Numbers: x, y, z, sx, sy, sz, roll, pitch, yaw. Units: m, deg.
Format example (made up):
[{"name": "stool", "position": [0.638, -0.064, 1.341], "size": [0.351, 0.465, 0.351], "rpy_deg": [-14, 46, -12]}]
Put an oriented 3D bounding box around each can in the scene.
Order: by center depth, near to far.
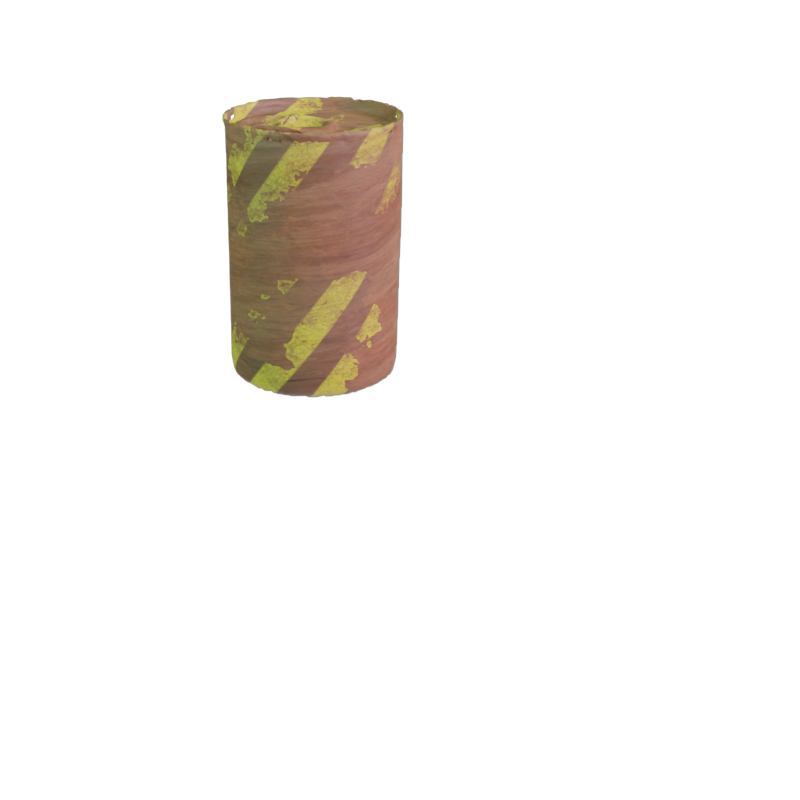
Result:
[{"name": "can", "position": [-0.034, -0.061, 0.430], "size": [0.068, 0.098, 0.072], "rpy_deg": [0, 21, -2]}]
